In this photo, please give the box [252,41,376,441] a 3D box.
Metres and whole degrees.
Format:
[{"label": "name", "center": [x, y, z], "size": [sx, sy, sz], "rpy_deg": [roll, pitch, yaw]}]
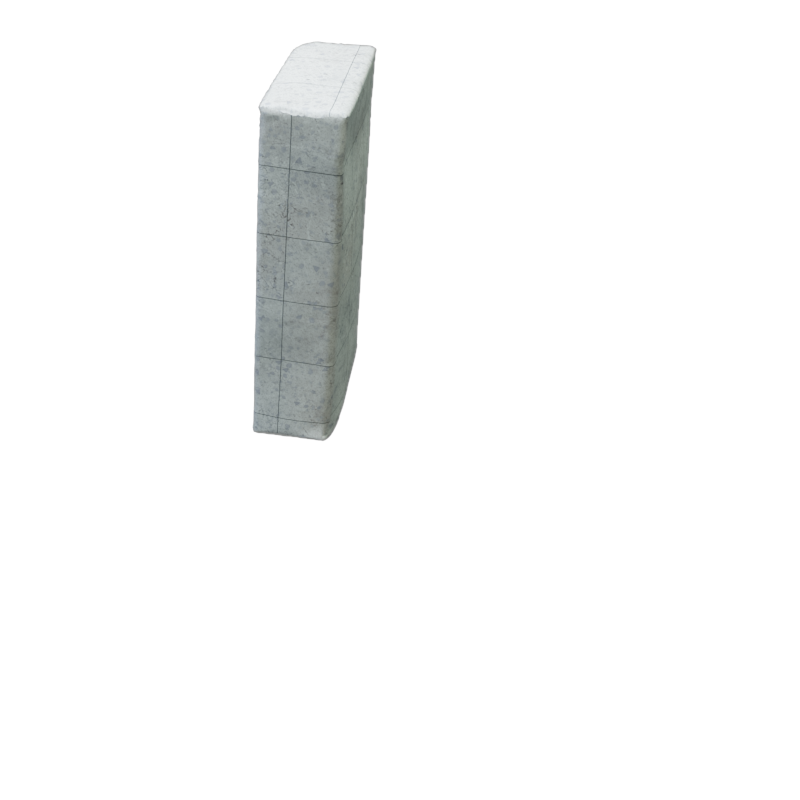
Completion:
[{"label": "box", "center": [-0.043, -0.078, 0.544], "size": [0.049, 0.166, 0.098], "rpy_deg": [5, 31, 5]}]
